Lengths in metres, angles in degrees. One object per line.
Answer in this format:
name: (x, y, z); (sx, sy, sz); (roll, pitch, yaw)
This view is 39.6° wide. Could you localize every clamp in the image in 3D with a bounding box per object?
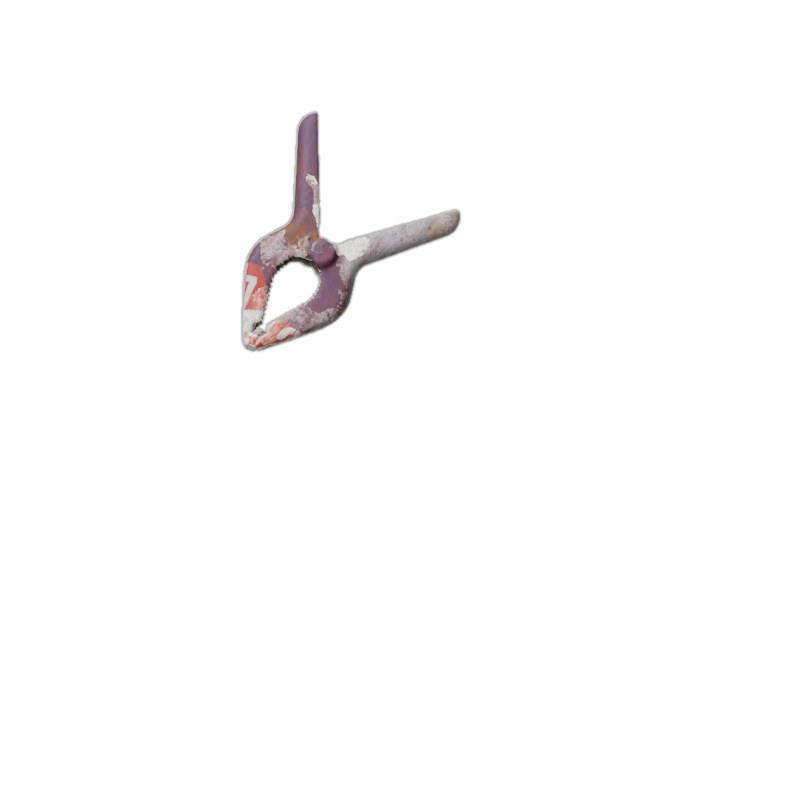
clamp: (-0.074, -0.136, 0.950); (0.169, 0.212, 0.035); (41, -11, 9)
